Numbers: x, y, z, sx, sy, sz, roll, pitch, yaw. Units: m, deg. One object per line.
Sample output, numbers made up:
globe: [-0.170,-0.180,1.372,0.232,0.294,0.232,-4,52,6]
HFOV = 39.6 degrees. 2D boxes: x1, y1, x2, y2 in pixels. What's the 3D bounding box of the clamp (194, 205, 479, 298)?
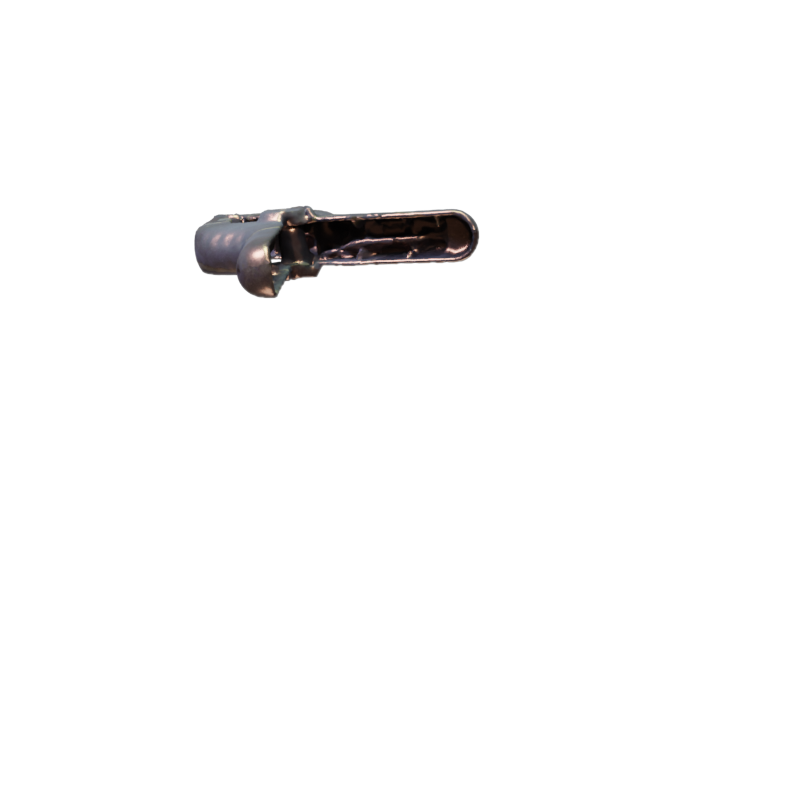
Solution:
clamp: [-0.044,-0.079,0.557,0.117,0.038,0.180,-6,15,-22]
